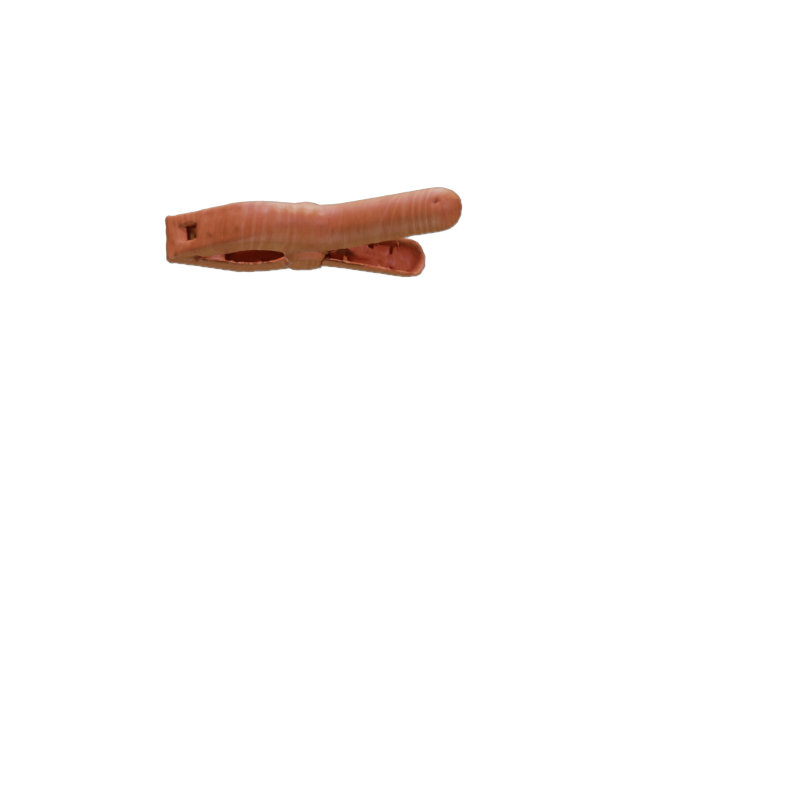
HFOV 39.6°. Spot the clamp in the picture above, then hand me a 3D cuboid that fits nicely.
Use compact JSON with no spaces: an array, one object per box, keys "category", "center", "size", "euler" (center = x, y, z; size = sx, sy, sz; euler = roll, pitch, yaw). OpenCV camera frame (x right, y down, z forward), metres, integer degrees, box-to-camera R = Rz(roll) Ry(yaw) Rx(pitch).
[{"category":"clamp","center":[-0.052,-0.095,0.668],"size":[0.172,0.041,0.114],"euler":[-1,-16,2]}]
